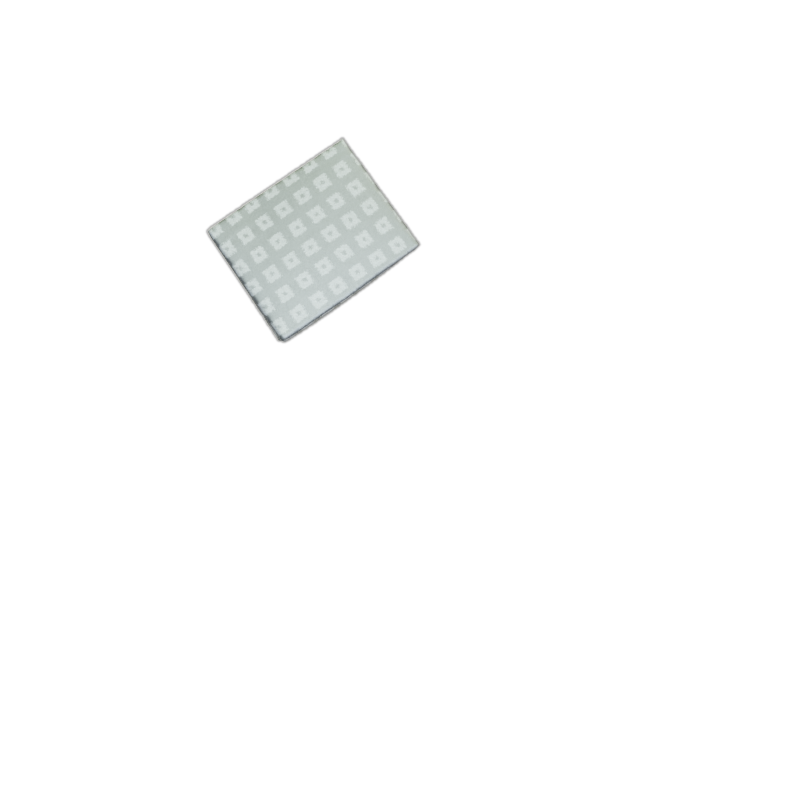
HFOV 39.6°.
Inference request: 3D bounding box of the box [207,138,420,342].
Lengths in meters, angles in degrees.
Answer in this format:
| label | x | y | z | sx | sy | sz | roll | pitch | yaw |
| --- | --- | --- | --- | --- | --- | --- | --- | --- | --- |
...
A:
| label | x | y | z | sx | sy | sz | roll | pitch | yaw |
| --- | --- | --- | --- | --- | --- | --- | --- | --- | --- |
| box | -0.058 | -0.106 | 0.742 | 0.114 | 0.092 | 0.038 | -35 | -6 | -5 |
